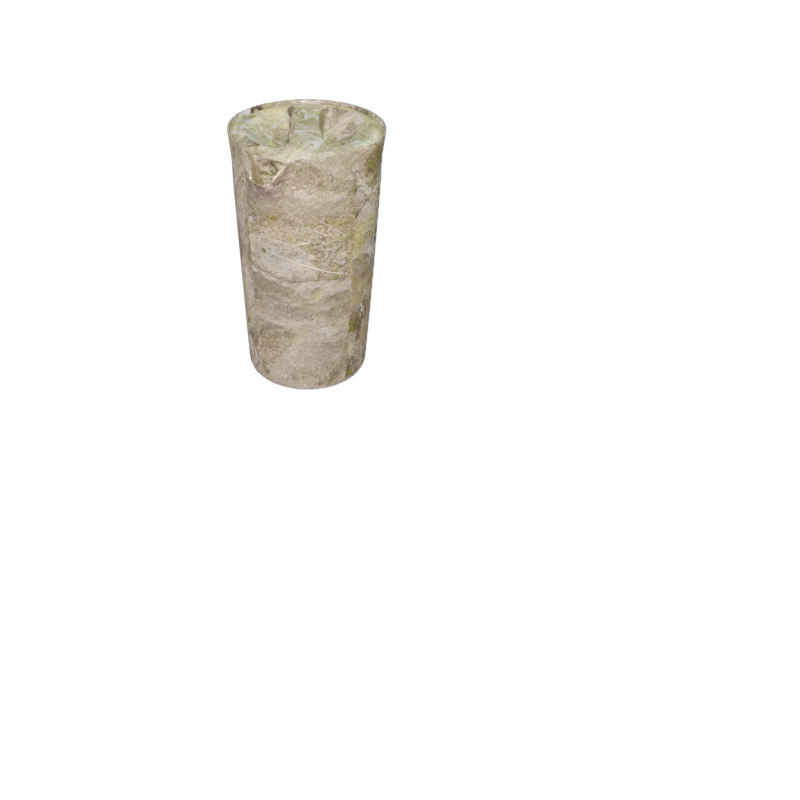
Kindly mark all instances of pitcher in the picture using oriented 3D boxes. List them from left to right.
[{"bbox_3d":[-0.077,-0.141,0.987,0.147,0.229,0.156,-10,33,-20],"label":"pitcher"}]
